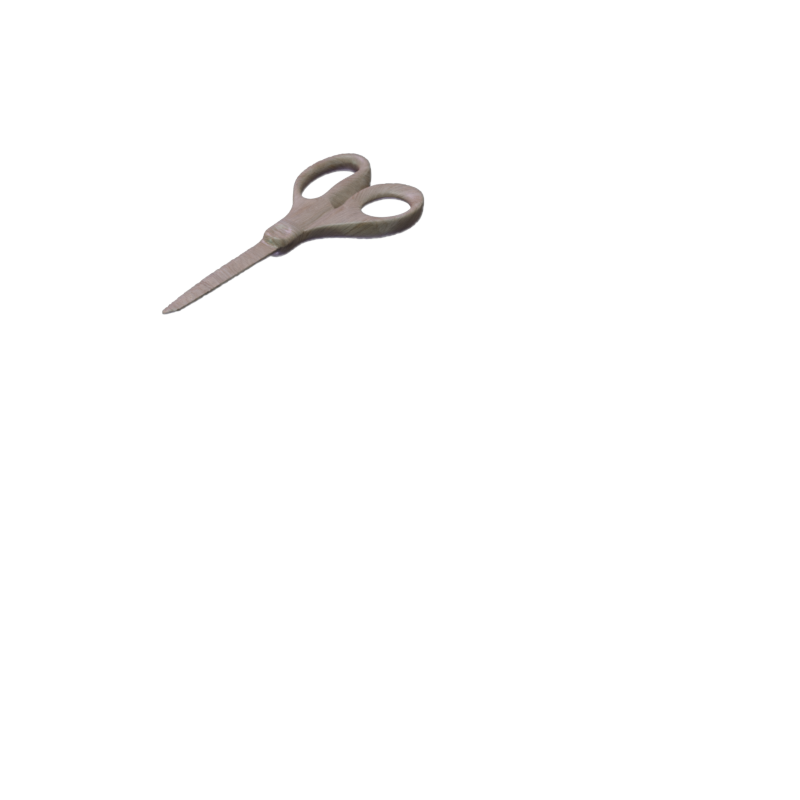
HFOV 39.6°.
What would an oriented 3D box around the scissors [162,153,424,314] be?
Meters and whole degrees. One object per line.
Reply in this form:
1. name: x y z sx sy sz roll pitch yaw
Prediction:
1. scissors: -0.053 -0.097 0.681 0.099 0.015 0.209 14 42 16
